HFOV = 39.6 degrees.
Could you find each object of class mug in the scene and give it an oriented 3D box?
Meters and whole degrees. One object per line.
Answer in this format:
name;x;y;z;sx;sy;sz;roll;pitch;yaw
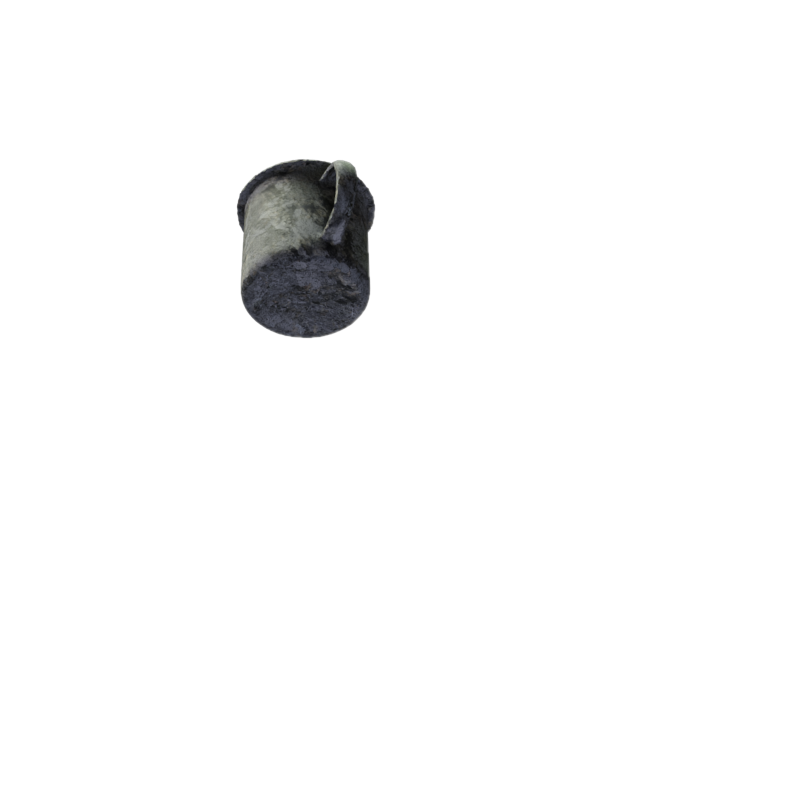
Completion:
mug;-0.056;-0.101;0.709;0.090;0.087;0.113;18;-45;-21
